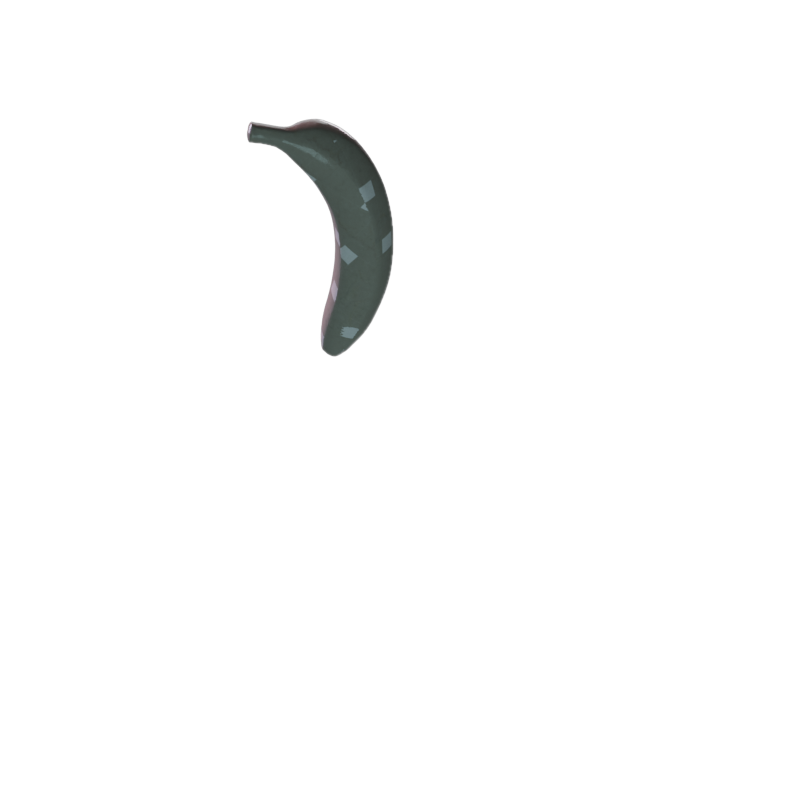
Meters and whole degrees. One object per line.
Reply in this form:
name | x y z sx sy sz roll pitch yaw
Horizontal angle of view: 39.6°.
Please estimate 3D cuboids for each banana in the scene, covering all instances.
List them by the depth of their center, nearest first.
banana | -0.038 -0.107 0.703 0.070 0.183 0.039 -10 42 8
